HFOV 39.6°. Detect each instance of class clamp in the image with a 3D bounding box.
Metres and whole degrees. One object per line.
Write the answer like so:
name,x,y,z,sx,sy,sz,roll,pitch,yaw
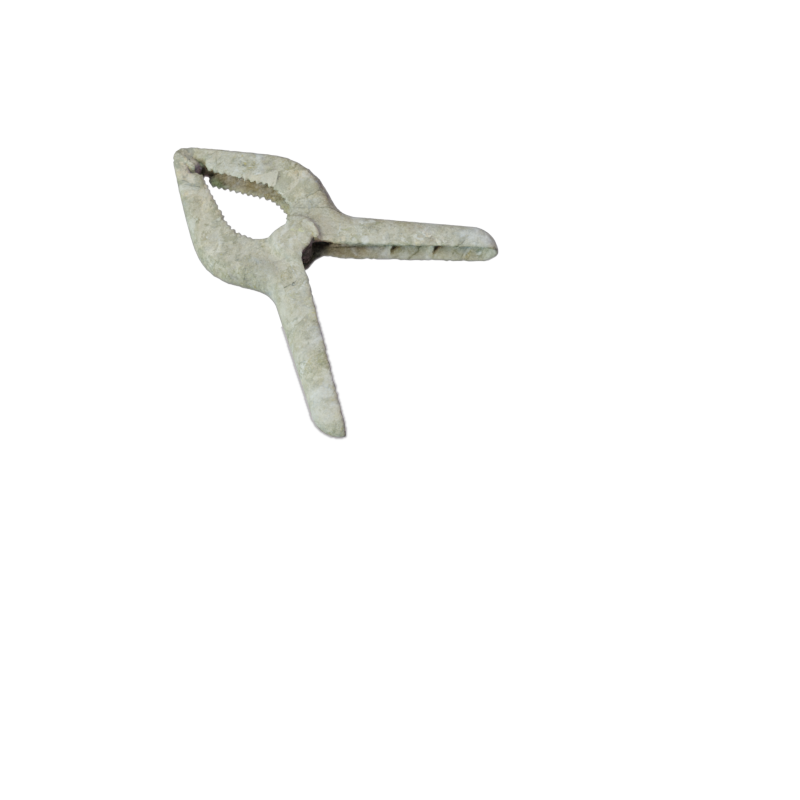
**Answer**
clamp,-0.055,-0.100,0.702,0.166,0.220,0.034,-41,-19,-18
